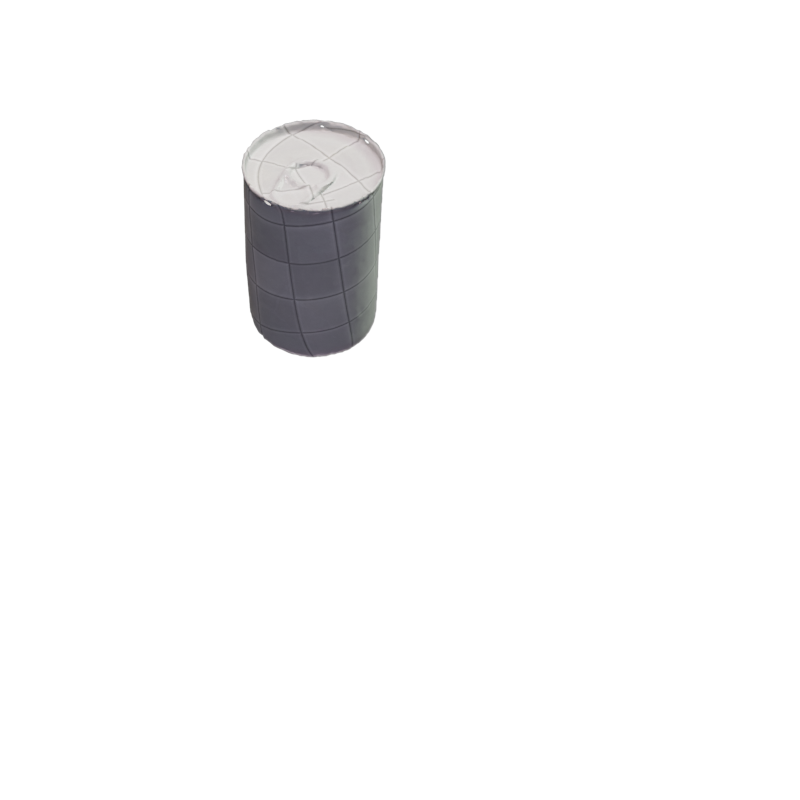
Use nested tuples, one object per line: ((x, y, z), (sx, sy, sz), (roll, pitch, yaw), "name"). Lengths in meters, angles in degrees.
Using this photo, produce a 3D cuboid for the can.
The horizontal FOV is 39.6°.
((-0.043, -0.079, 0.555), (0.068, 0.074, 0.095), (0, -44, -3), "can")
